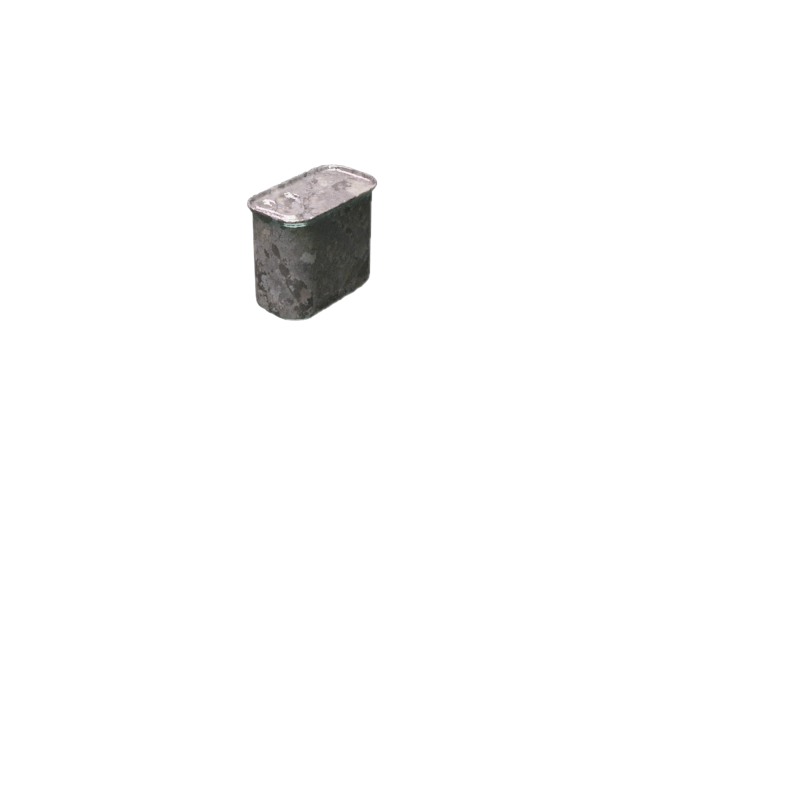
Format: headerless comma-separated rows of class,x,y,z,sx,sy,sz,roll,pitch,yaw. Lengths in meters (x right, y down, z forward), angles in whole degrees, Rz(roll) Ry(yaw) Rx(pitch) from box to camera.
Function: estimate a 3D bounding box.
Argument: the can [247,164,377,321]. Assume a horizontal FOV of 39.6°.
can,-0.065,-0.118,0.825,0.061,0.079,0.102,22,37,31
